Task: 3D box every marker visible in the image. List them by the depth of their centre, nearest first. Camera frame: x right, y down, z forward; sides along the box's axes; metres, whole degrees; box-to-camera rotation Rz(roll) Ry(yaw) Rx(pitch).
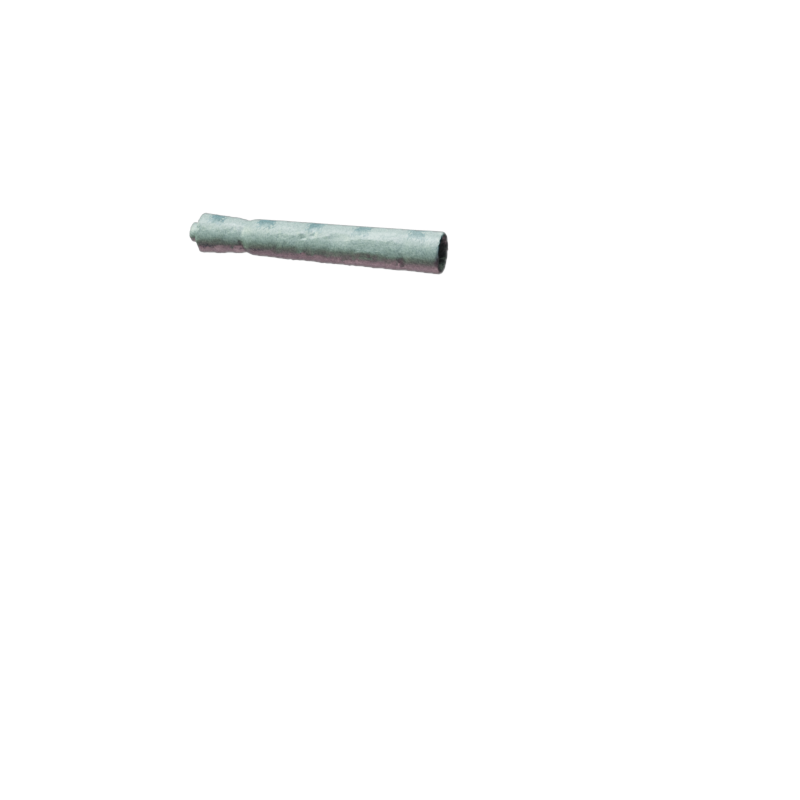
[{"bbox_3d":[-0.039,-0.072,0.502,0.124,0.020,0.019,8,6,20],"label":"marker"}]
